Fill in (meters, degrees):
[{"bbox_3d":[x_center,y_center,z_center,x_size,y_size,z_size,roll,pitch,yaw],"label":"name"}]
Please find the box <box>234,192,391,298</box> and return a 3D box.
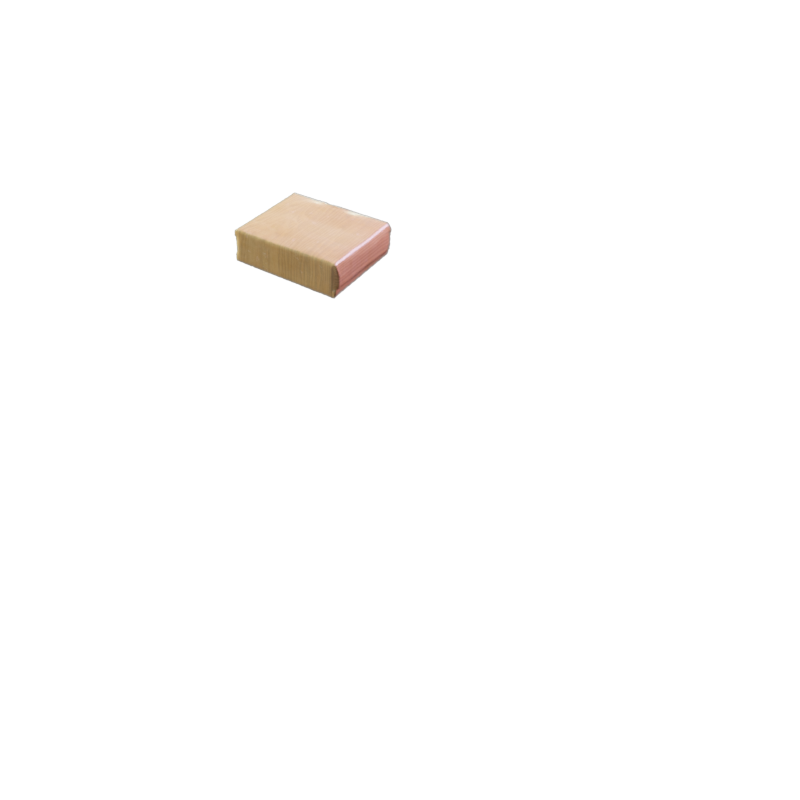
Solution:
[{"bbox_3d":[-0.063,-0.114,0.802,0.094,0.028,0.074,21,40,27],"label":"box"}]
